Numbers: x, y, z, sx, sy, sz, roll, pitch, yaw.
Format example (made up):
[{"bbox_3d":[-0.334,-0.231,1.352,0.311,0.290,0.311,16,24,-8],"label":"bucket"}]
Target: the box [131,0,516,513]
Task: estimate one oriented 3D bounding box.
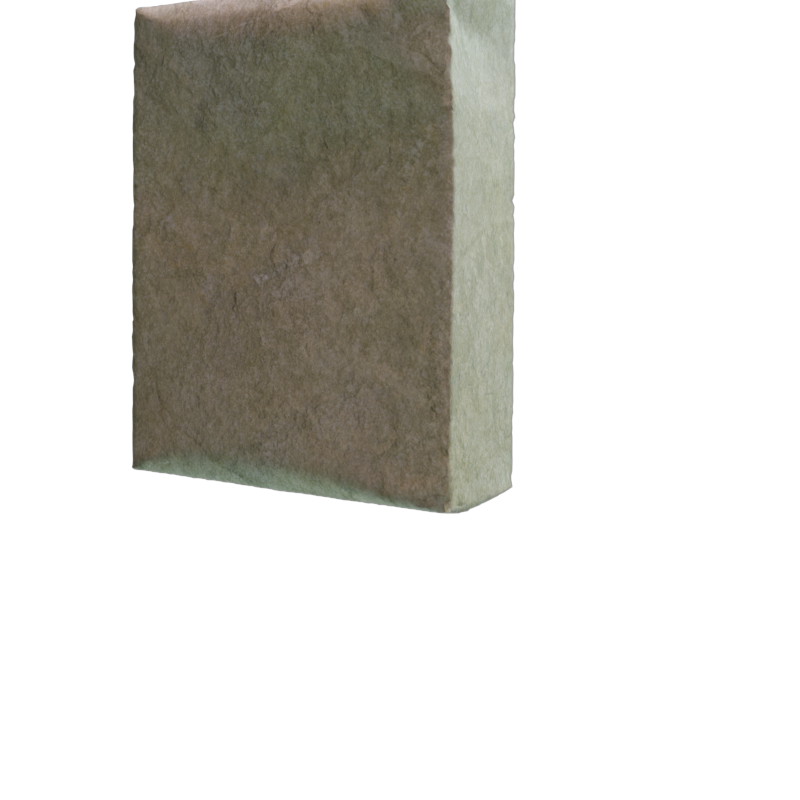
[{"bbox_3d":[-0.038,-0.069,0.486,0.170,0.213,0.070,3,4,31],"label":"box"}]
